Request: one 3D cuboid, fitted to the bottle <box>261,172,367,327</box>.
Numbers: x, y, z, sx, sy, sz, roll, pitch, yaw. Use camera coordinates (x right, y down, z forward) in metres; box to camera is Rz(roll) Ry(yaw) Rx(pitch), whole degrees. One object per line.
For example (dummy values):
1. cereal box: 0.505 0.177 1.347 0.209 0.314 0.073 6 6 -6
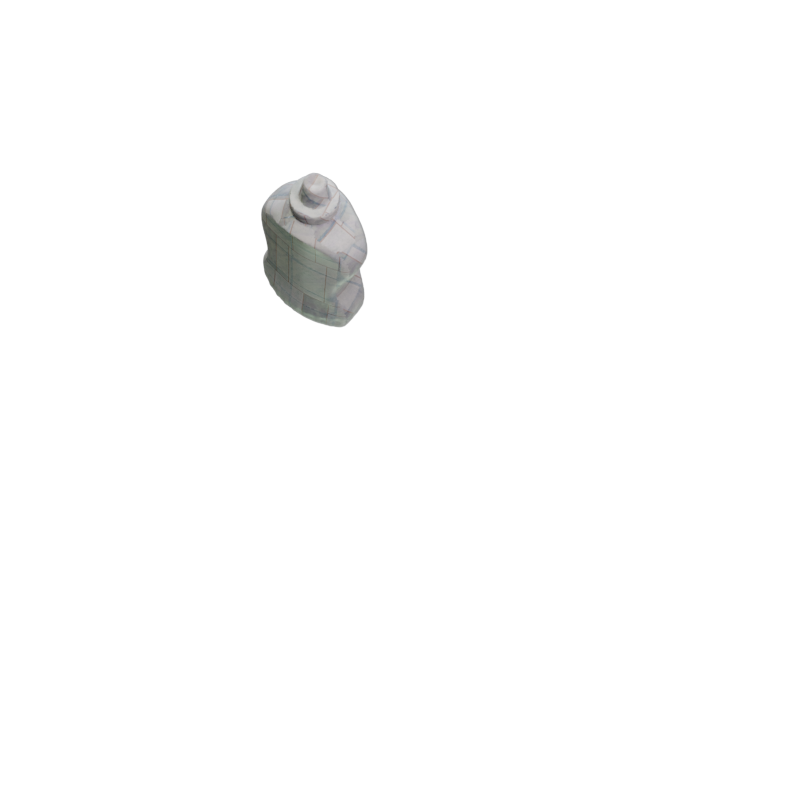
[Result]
1. bottle: -0.073 -0.135 0.940 0.100 0.059 0.182 38 -20 12
